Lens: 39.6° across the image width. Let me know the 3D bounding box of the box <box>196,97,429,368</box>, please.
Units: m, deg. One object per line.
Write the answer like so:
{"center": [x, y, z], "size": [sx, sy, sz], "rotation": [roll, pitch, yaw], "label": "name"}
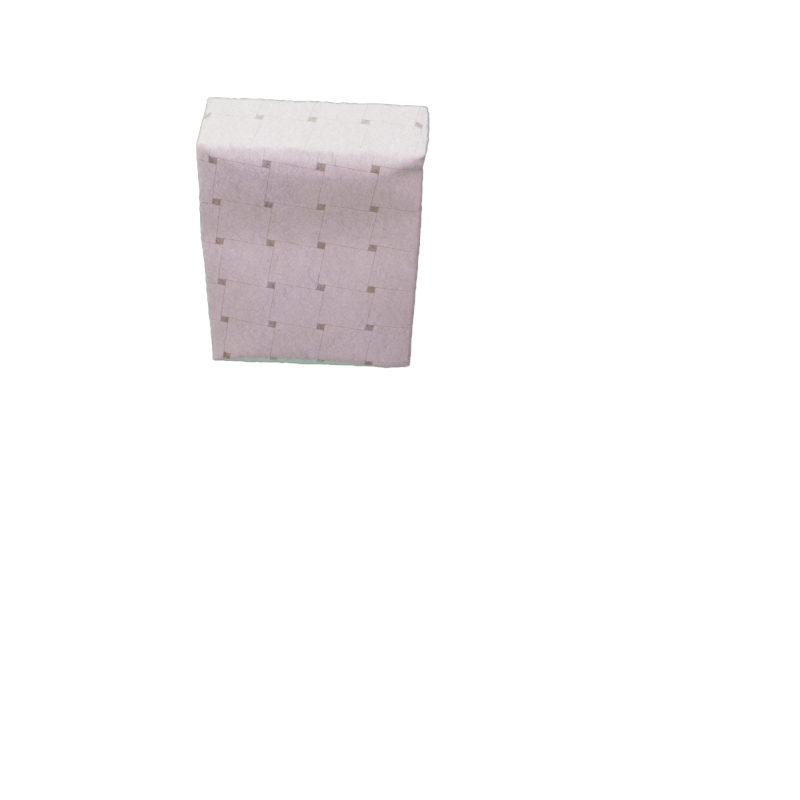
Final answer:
{"center": [-0.067, -0.121, 0.850], "size": [0.165, 0.199, 0.077], "rotation": [4, 43, 1], "label": "box"}
